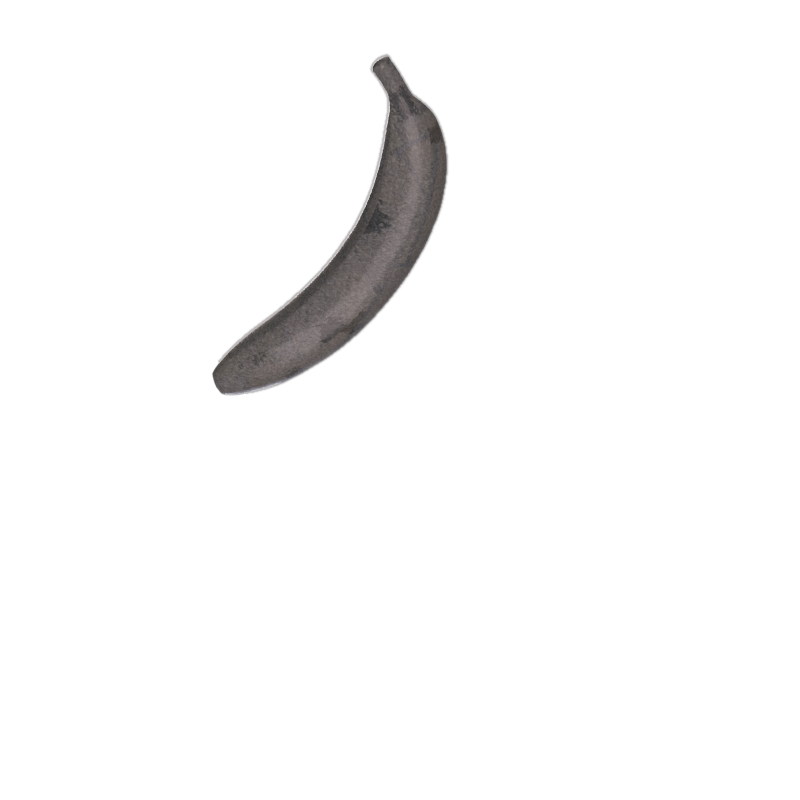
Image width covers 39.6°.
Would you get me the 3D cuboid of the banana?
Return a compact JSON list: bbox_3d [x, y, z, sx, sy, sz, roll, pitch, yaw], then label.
[{"bbox_3d":[-0.027,-0.078,0.579,0.068,0.194,0.038,27,13,-8],"label":"banana"}]
